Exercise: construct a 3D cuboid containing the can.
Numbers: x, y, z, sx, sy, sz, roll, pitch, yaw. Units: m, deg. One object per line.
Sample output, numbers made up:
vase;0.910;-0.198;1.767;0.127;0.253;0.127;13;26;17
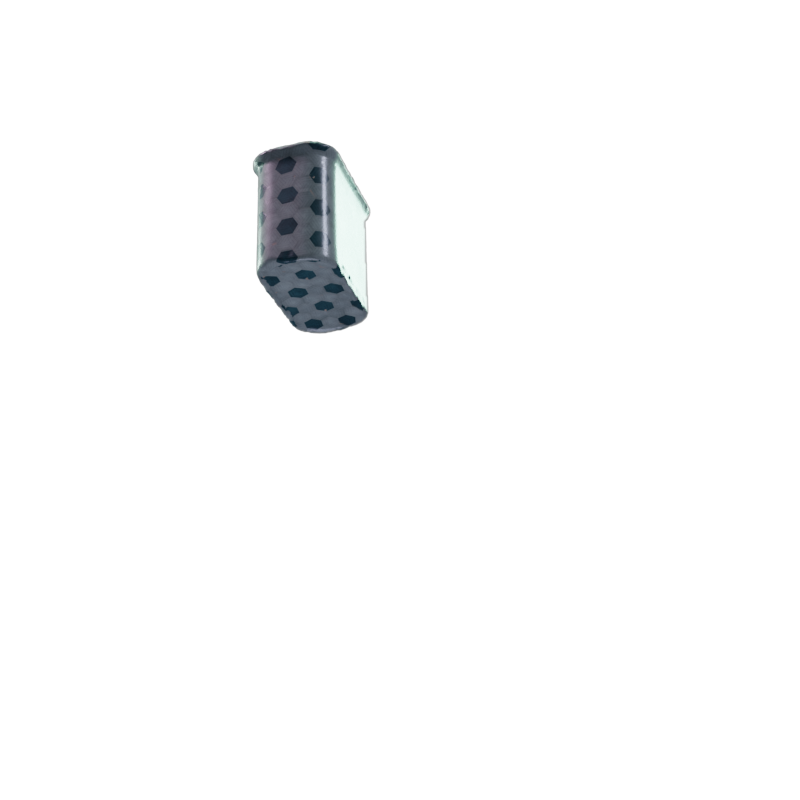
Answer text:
can;-0.056;-0.101;0.710;0.058;0.089;0.094;-10;-29;14
